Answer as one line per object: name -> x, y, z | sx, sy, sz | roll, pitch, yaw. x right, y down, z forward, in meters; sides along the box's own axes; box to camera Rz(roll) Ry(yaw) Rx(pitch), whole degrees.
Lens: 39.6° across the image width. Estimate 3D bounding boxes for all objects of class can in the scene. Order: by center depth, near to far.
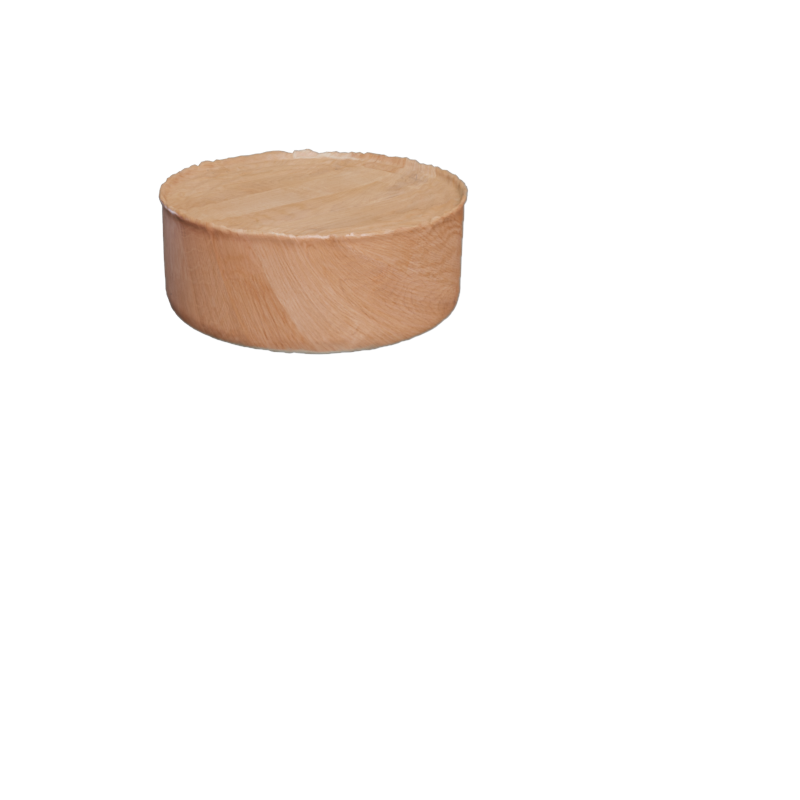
can -> -0.025, -0.045, 0.315 | 0.086, 0.032, 0.090 | -1, 25, -2
